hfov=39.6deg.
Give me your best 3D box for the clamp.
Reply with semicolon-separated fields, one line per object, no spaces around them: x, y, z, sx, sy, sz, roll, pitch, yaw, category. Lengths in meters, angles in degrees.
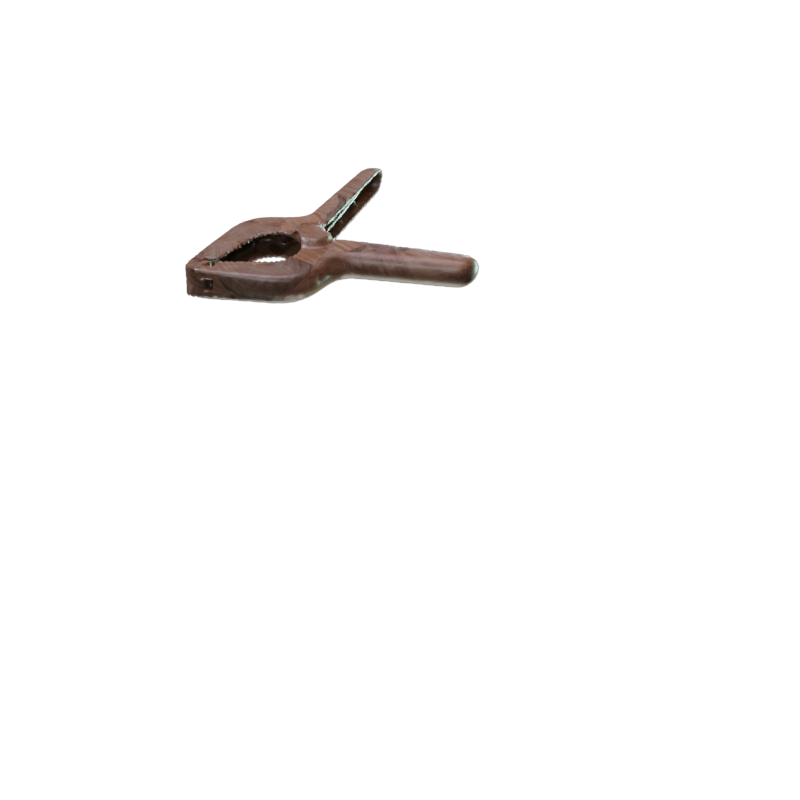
-0.067;-0.122;0.856;0.207;0.034;0.178;-13;39;-16;clamp
